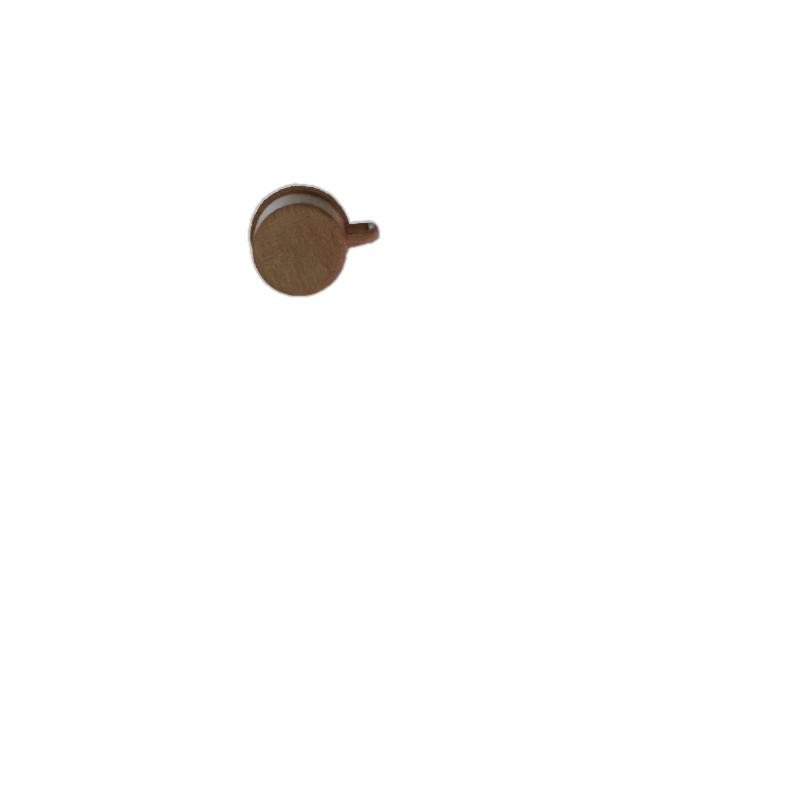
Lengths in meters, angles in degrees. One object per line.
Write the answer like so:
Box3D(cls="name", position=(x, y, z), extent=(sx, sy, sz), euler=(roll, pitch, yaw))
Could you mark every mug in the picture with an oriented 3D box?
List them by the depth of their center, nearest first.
Box3D(cls="mug", position=(-0.076, -0.139, 0.974), extent=(0.117, 0.090, 0.084), euler=(-5, 14, 0))
